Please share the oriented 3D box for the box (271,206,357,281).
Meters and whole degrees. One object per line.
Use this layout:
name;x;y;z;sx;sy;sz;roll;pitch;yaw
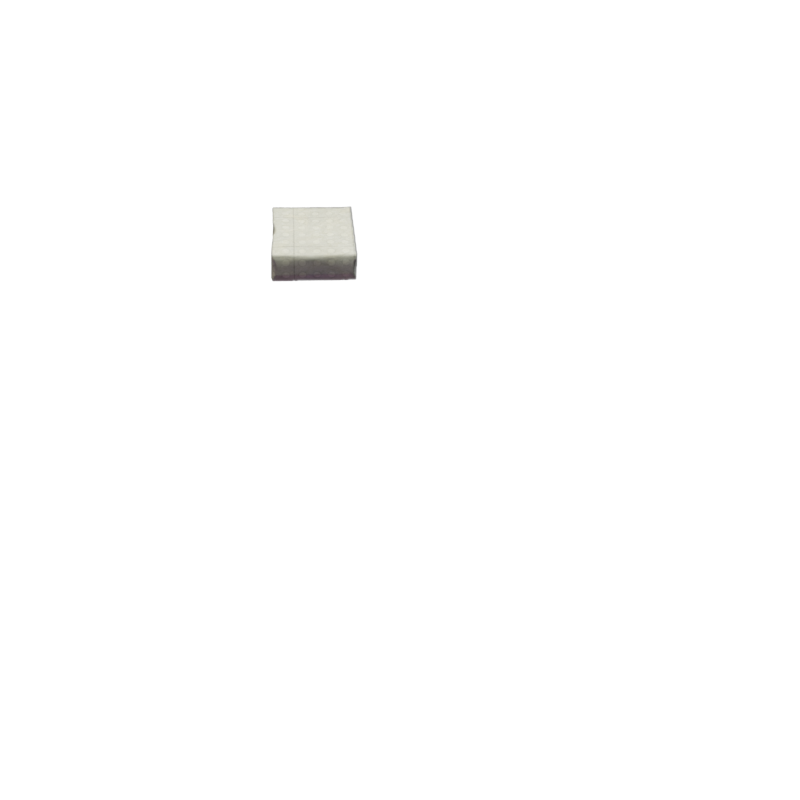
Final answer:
box;-0.076;-0.139;0.976;0.073;0.028;0.095;-2;36;-3
